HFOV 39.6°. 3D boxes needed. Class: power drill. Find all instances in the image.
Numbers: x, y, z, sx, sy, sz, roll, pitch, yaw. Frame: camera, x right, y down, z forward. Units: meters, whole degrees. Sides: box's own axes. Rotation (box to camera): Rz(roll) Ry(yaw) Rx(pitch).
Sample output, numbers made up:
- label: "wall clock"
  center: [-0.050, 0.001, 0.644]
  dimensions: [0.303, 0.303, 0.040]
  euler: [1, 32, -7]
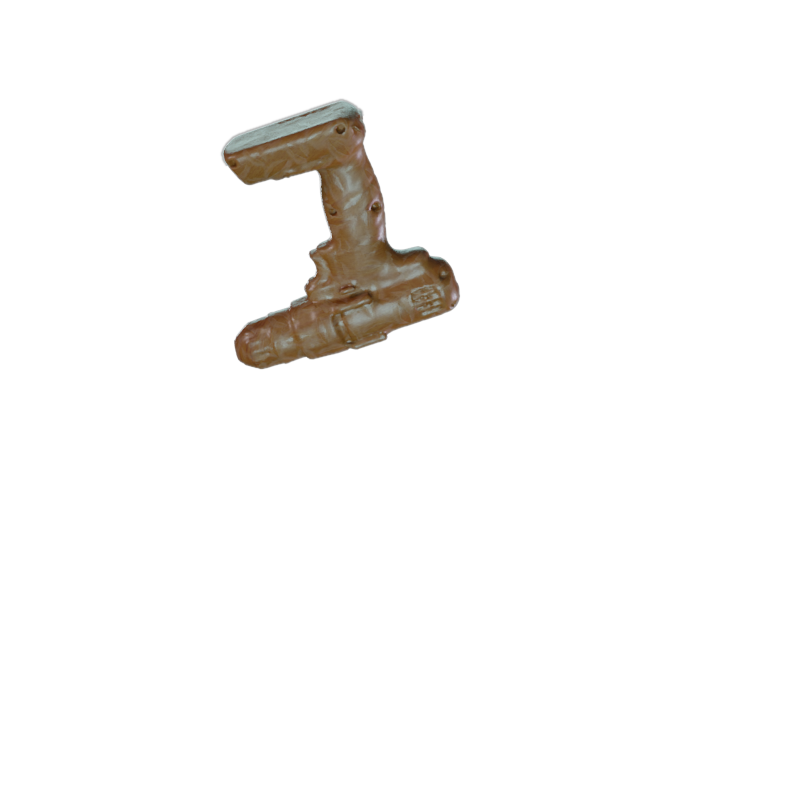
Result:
- label: "power drill"
  center: [-0.066, -0.121, 0.847]
  dimensions: [0.185, 0.177, 0.061]
  euler: [-18, 24, 8]
